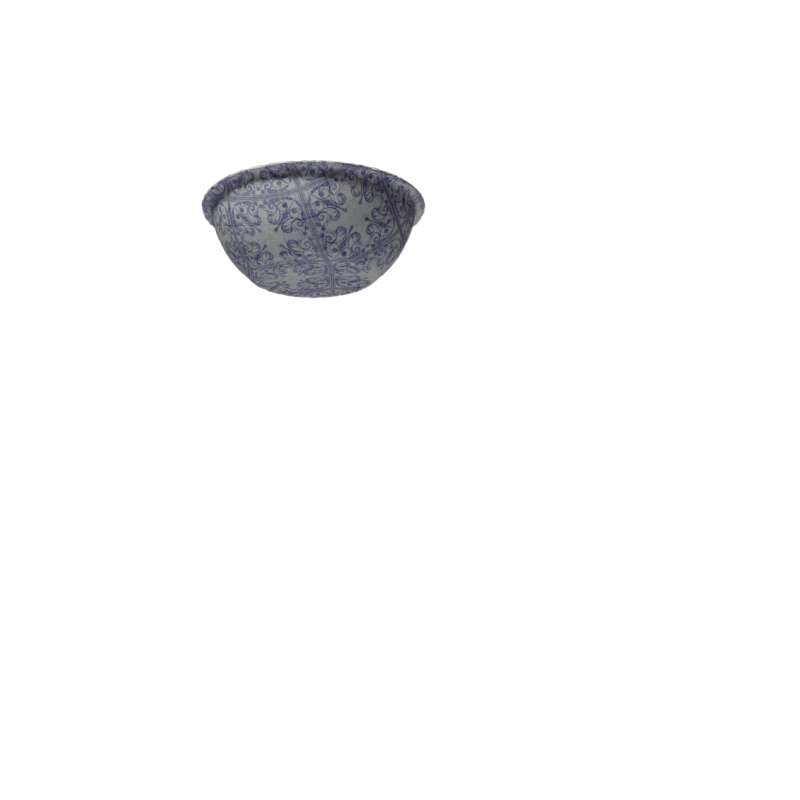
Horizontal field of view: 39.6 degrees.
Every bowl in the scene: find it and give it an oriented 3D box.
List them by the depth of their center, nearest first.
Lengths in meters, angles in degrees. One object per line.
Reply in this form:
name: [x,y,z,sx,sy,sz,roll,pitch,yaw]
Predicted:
bowl: [-0.062,-0.113,0.794,0.162,0.057,0.155,0,-16,-2]
